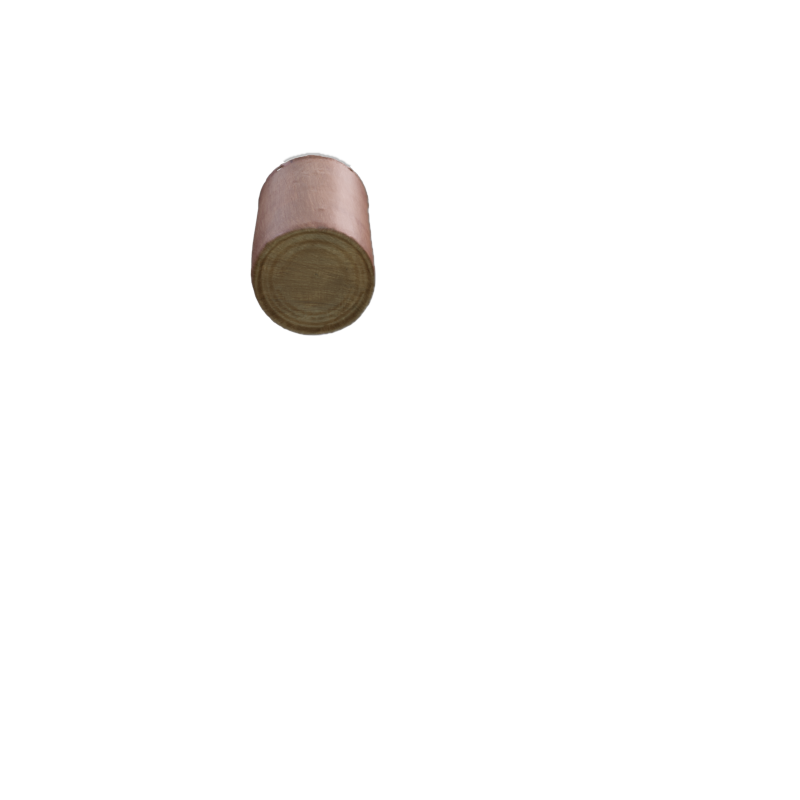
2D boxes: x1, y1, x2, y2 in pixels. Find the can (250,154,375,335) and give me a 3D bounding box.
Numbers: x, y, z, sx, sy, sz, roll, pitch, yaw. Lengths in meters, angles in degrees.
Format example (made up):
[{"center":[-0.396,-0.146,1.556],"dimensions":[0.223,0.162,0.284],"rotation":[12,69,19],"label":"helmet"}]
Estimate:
[{"center":[-0.049,-0.090,0.632],"dimensions":[0.068,0.065,0.109],"rotation":[0,31,-3],"label":"can"}]
